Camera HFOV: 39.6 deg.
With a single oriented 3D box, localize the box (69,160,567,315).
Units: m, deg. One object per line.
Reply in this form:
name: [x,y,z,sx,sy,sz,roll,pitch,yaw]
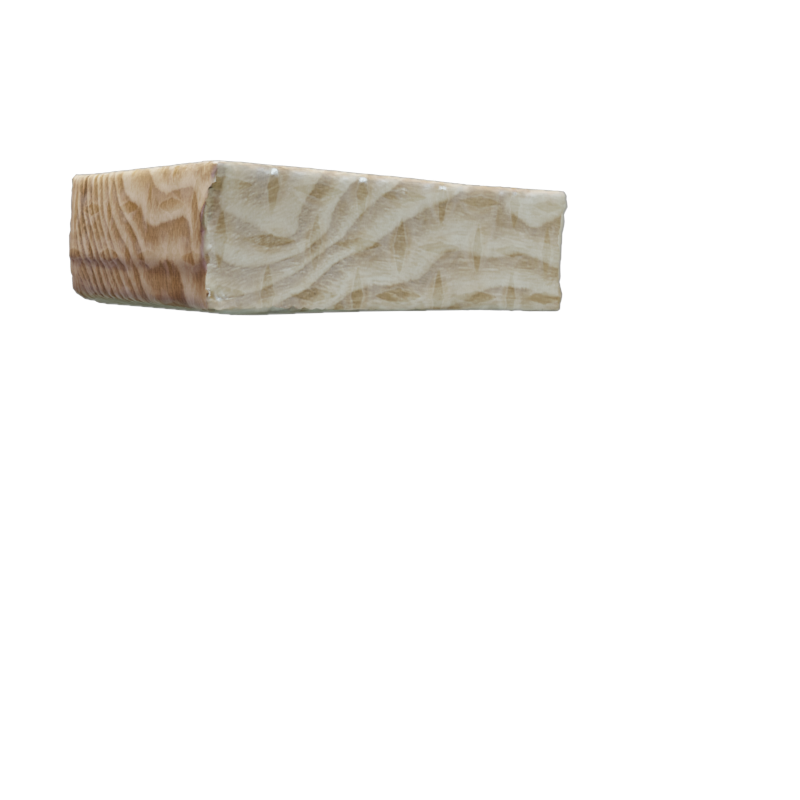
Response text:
box: [-0.025,-0.045,0.312,0.110,0.039,0.094,-5,8,-35]
